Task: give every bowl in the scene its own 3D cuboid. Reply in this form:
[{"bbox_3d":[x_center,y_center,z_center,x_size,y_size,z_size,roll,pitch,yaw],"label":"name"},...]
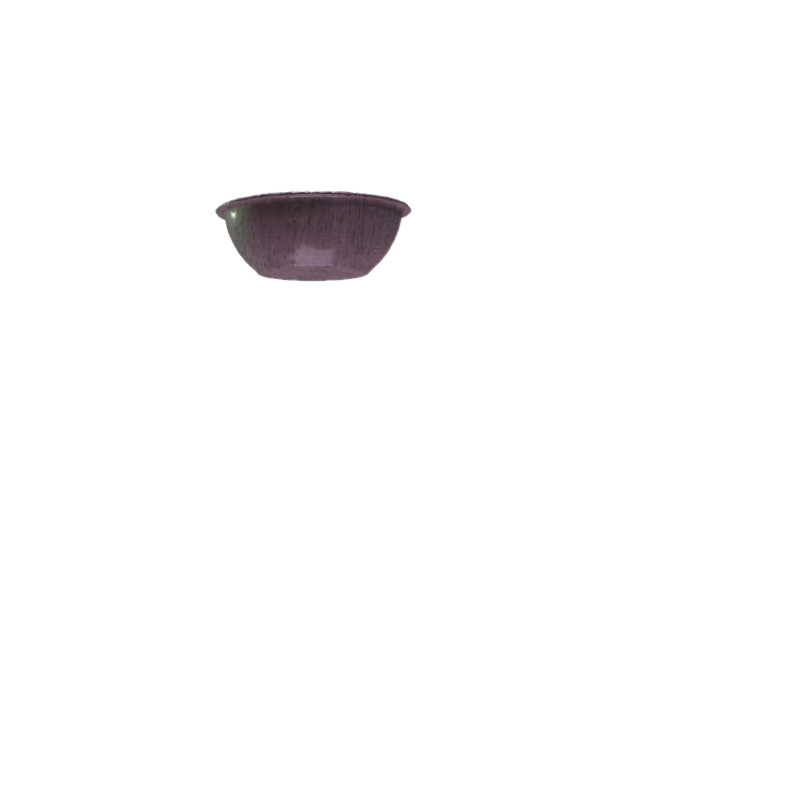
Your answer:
[{"bbox_3d":[-0.072,-0.130,0.914,0.162,0.056,0.160,0,-2,-2],"label":"bowl"}]
